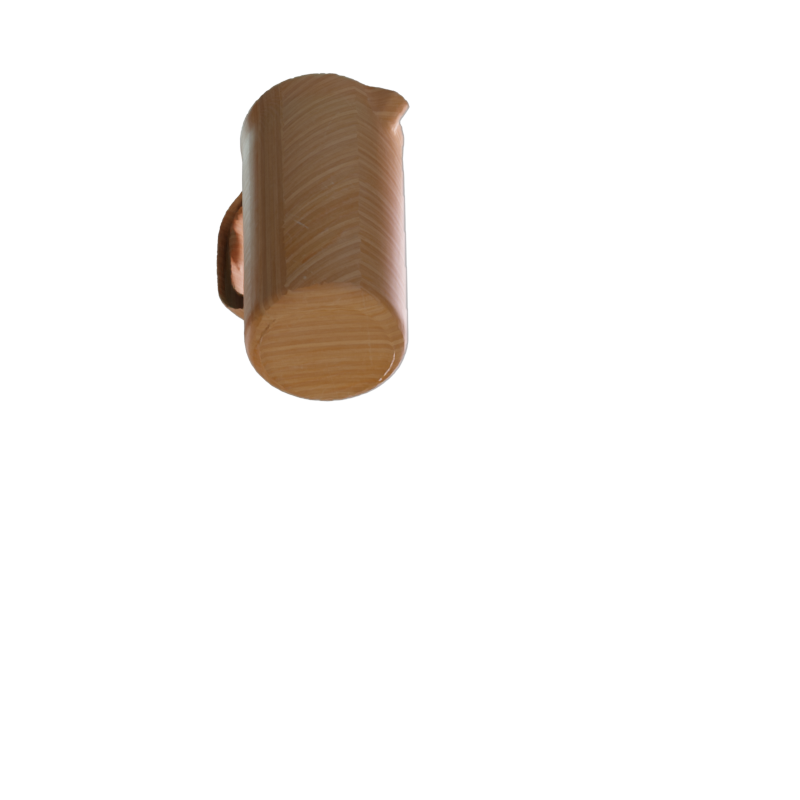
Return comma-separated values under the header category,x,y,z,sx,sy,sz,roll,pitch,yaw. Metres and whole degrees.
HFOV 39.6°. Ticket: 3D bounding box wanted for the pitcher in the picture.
category,x,y,z,sx,sy,sz,roll,pitch,yaw
pitcher,-0.064,-0.116,0.814,0.144,0.140,0.261,3,44,-6
